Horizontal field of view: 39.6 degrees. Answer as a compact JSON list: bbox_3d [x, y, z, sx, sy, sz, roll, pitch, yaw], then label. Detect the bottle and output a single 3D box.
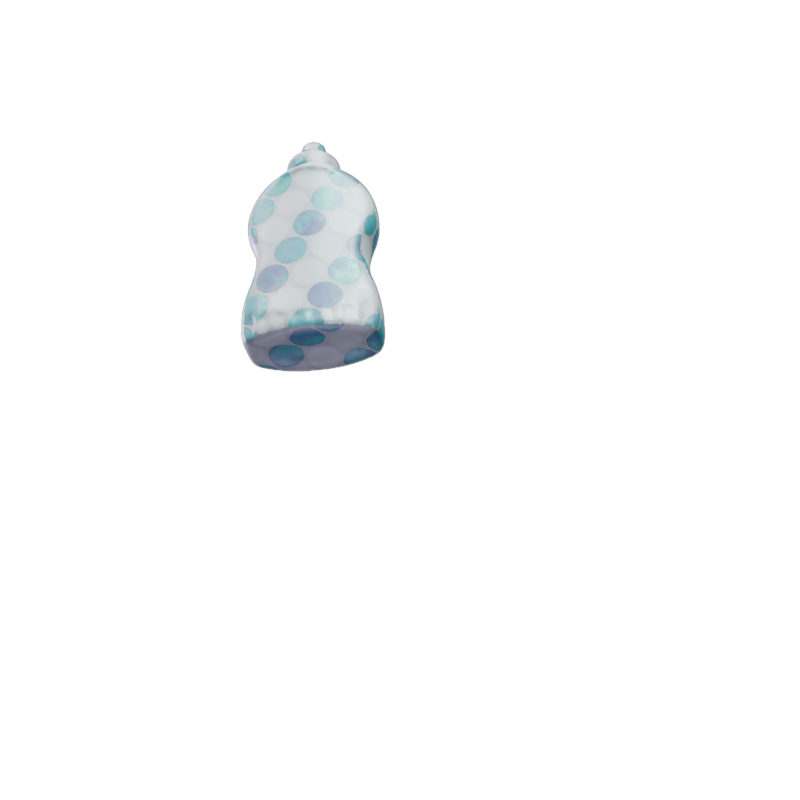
[{"bbox_3d":[-0.063,-0.115,0.805,0.097,0.205,0.054,-9,-37,8],"label":"bottle"}]
